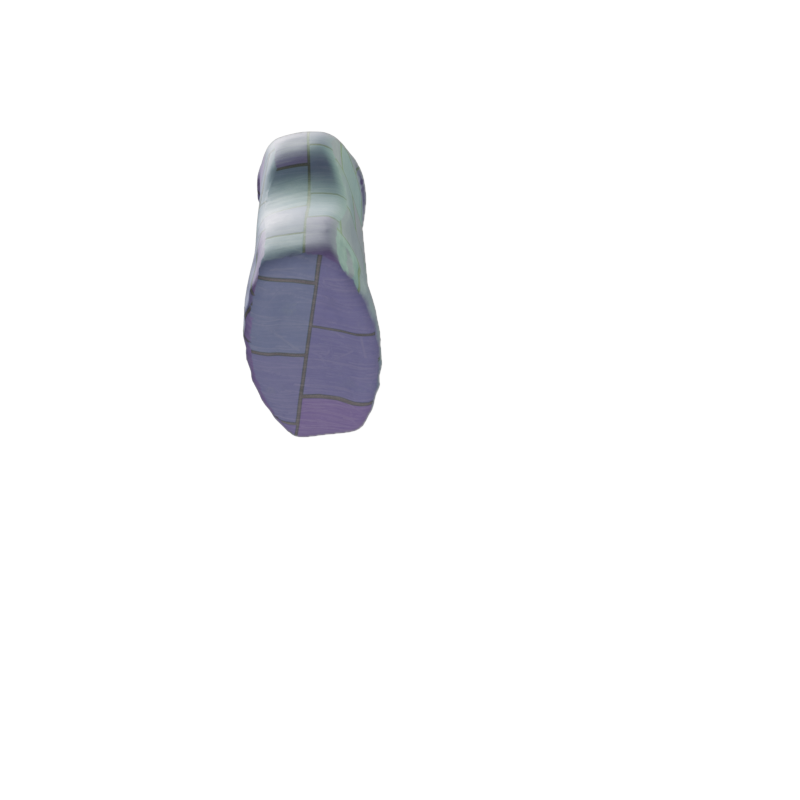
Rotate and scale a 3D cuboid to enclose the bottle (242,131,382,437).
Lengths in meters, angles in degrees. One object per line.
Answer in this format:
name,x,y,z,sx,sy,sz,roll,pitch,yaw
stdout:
bottle,-0.043,-0.078,0.545,0.058,0.089,0.205,-9,36,2
